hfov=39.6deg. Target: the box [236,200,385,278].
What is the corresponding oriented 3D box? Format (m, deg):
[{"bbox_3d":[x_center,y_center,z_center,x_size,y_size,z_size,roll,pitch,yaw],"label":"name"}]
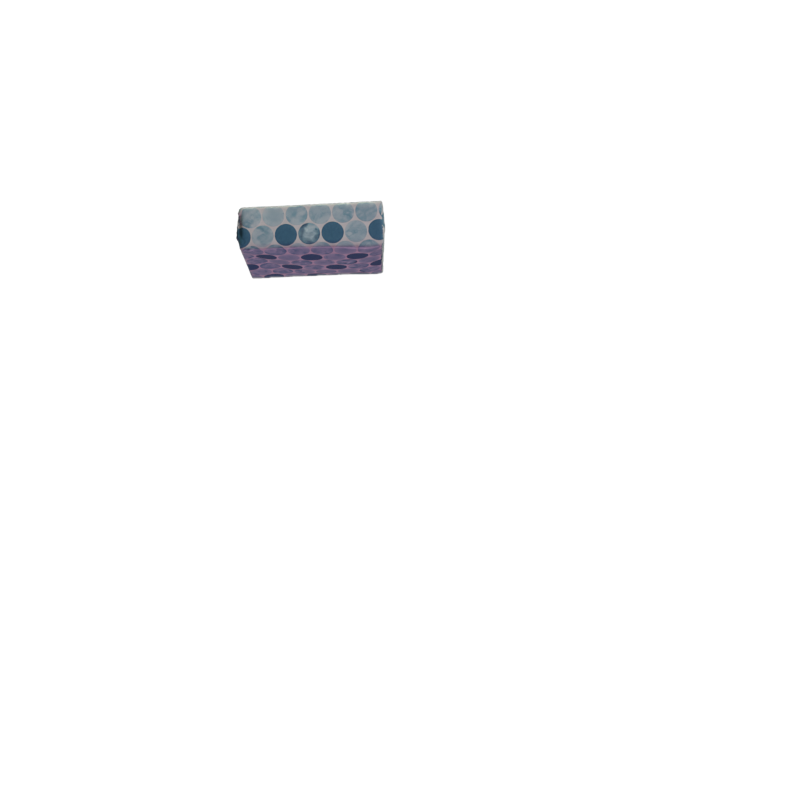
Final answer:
[{"bbox_3d":[-0.069,-0.126,0.880,0.114,0.040,0.087,0,-9,1],"label":"box"}]
